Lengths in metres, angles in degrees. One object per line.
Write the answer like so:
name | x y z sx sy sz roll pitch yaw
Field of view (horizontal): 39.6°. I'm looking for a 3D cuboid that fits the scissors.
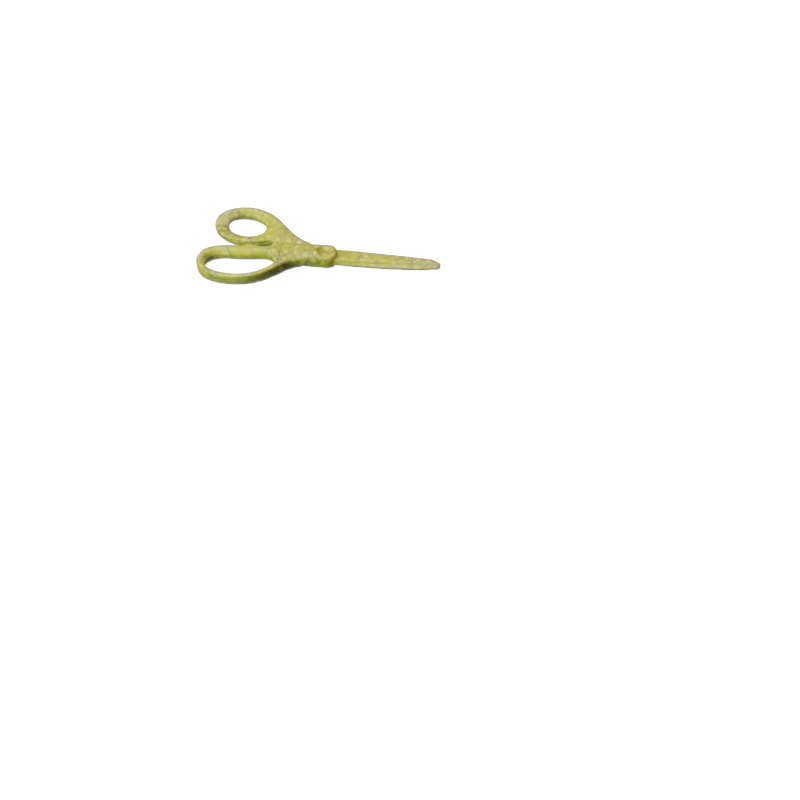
scissors | -0.074 -0.136 0.950 0.200 0.104 0.015 -7 -43 -6
